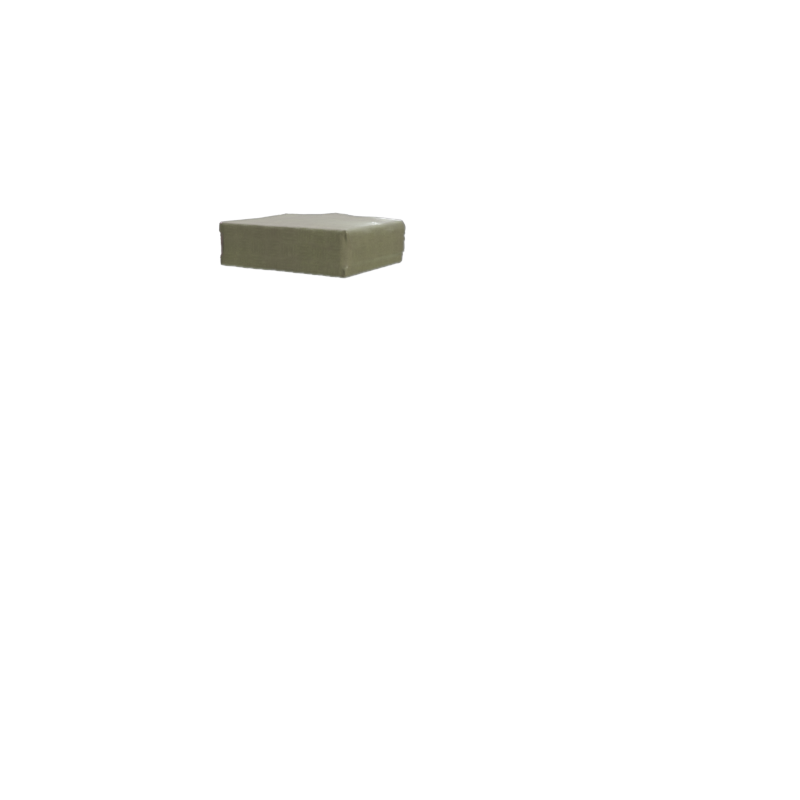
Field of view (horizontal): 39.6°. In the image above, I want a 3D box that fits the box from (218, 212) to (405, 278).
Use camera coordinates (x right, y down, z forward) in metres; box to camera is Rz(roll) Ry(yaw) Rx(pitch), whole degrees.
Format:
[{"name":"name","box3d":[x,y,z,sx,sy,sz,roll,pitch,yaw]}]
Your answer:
[{"name":"box","box3d":[-0.052,-0.095,0.666,0.093,0.029,0.072,8,15,29]}]
